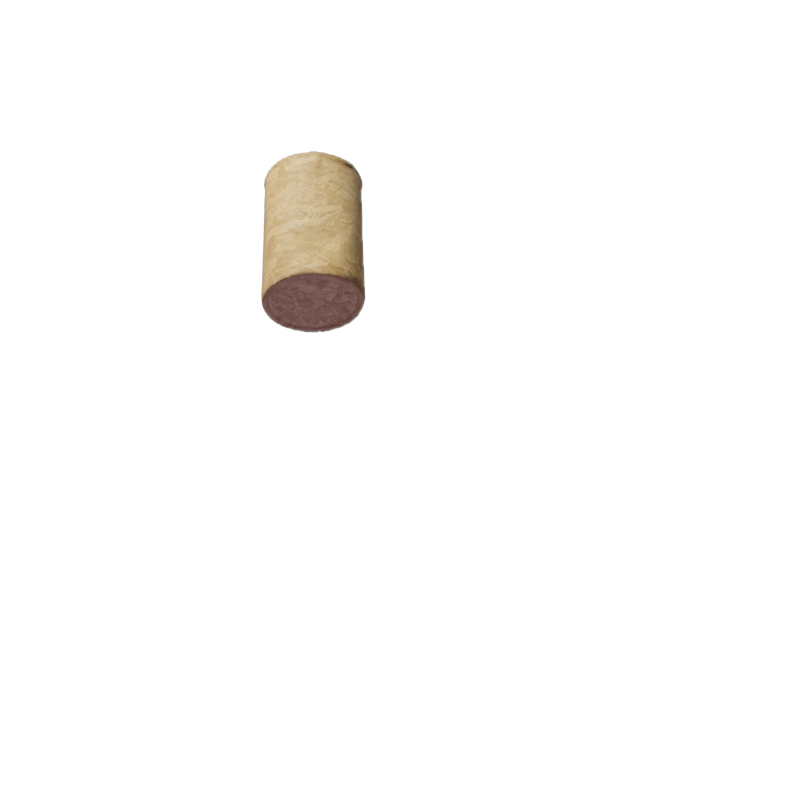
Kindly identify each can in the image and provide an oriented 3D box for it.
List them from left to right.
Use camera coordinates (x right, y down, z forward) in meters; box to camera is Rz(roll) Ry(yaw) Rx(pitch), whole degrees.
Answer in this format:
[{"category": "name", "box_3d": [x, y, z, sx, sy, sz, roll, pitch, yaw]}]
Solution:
[{"category": "can", "box_3d": [-0.058, -0.105, 0.736, 0.068, 0.109, 0.064, -1, -35, -2]}]
